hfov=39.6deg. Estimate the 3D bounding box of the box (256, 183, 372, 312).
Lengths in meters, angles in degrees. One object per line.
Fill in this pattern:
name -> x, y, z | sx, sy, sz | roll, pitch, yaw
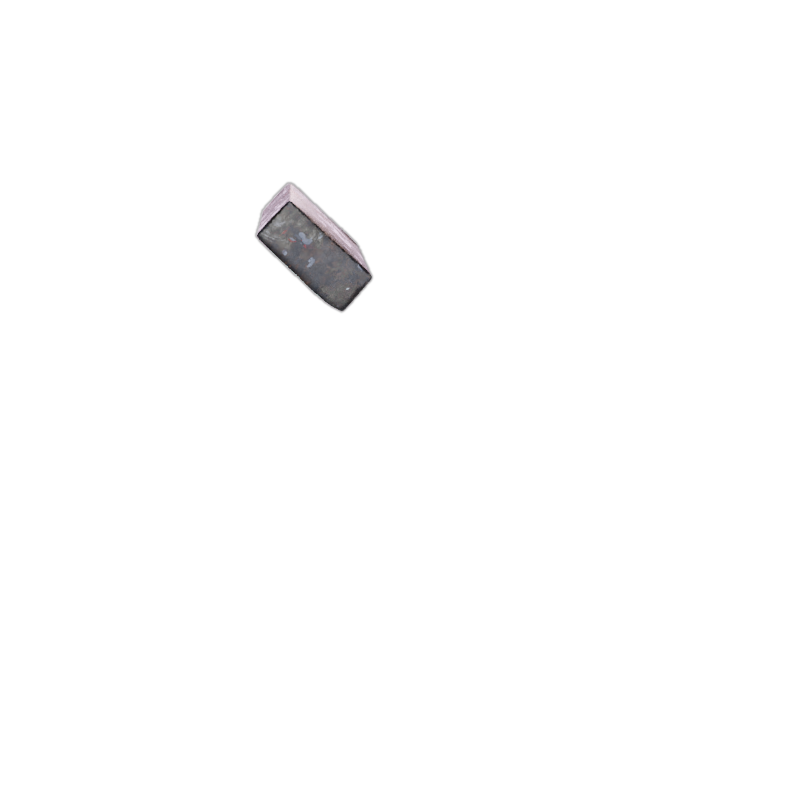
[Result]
box -> -0.074, -0.135, 0.947 | 0.091, 0.048, 0.182 | 42, 10, -14
